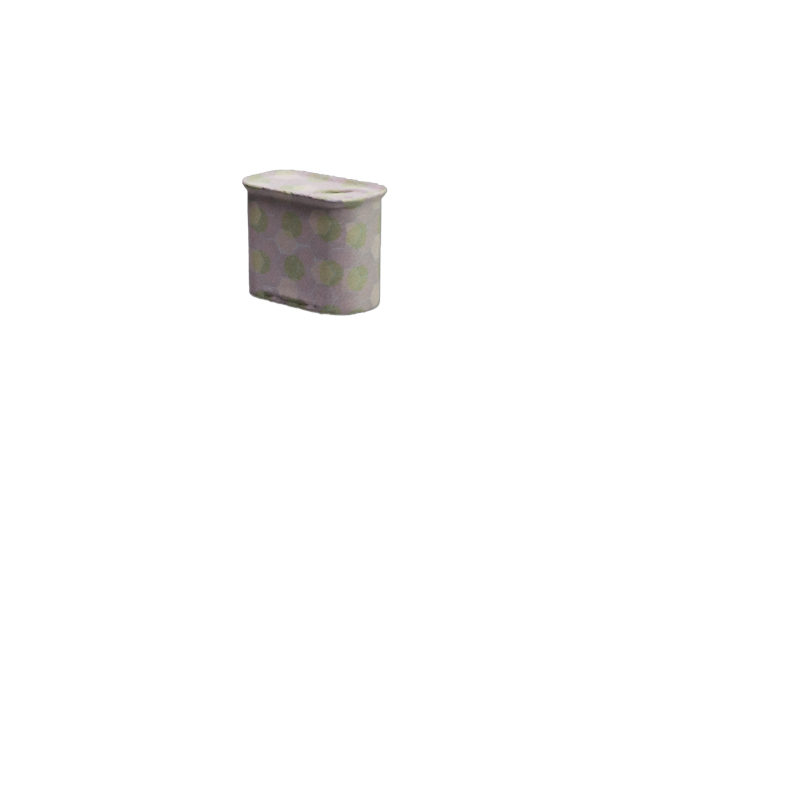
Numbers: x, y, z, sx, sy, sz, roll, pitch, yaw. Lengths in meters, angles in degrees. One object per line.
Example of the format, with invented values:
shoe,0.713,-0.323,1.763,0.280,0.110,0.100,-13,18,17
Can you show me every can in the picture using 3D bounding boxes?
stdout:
can,-0.060,-0.110,0.771,0.107,0.081,0.057,15,23,35
